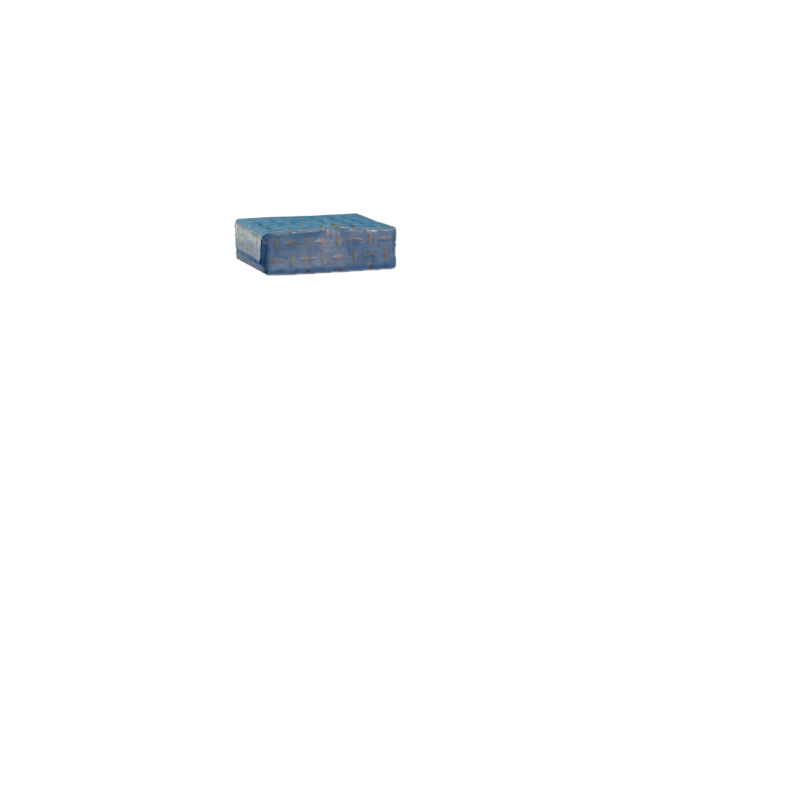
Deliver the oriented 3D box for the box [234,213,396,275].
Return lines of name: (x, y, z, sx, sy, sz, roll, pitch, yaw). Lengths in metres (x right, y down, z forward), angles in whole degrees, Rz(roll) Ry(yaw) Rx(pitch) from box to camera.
box: (-0.056, -0.102, 0.717, 0.087, 0.029, 0.077, -5, 16, -19)
